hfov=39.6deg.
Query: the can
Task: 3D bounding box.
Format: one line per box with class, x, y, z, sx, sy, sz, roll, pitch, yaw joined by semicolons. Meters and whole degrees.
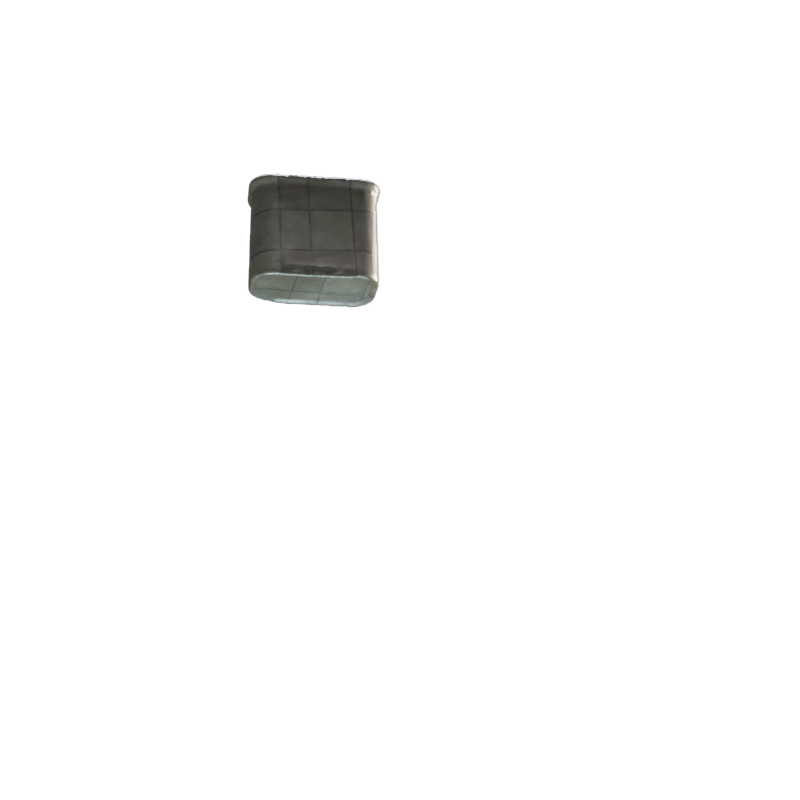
can;-0.066;-0.121;0.844;0.101;0.089;0.055;2;-26;-7
